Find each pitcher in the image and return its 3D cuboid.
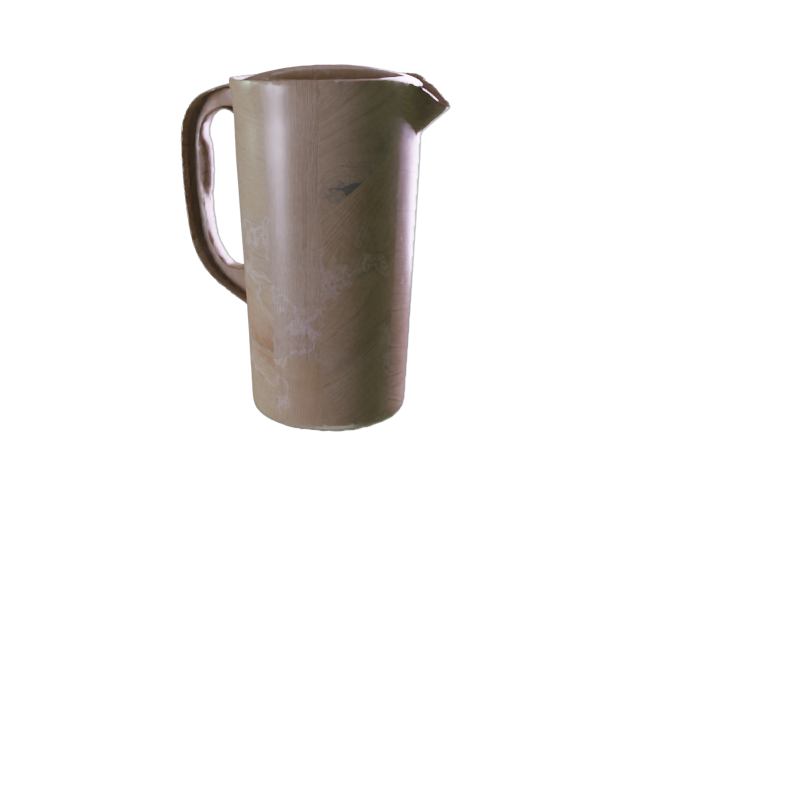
[{"bbox_3d":[-0.060,-0.110,0.770,0.141,0.236,0.158,-7,16,-30],"label":"pitcher"}]
